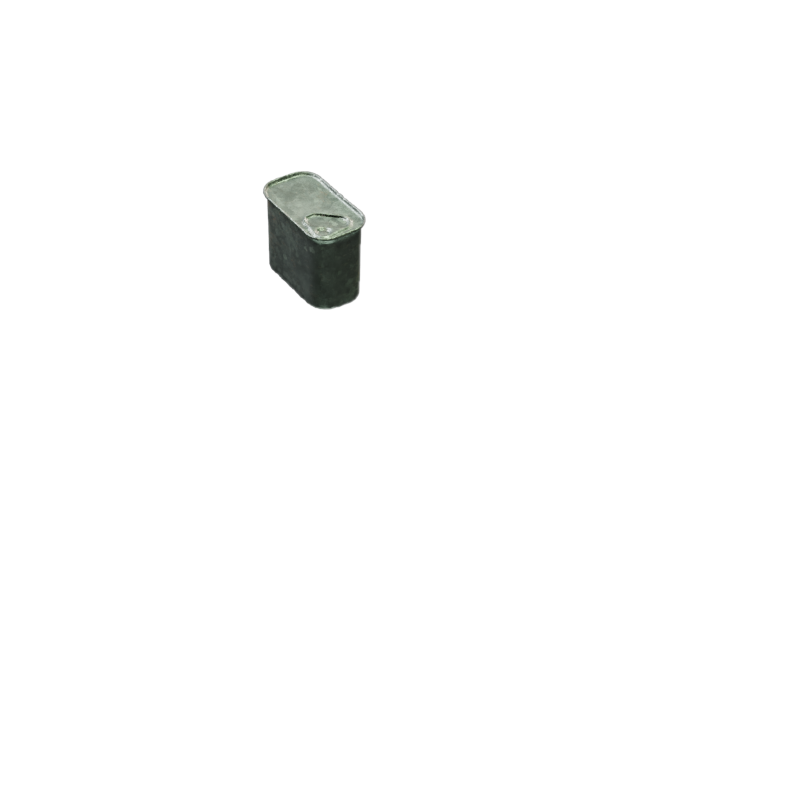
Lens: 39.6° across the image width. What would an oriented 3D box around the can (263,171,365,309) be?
[{"bbox_3d":[-0.077,-0.140,0.983,0.057,0.078,0.110,-23,47,-26],"label":"can"}]
